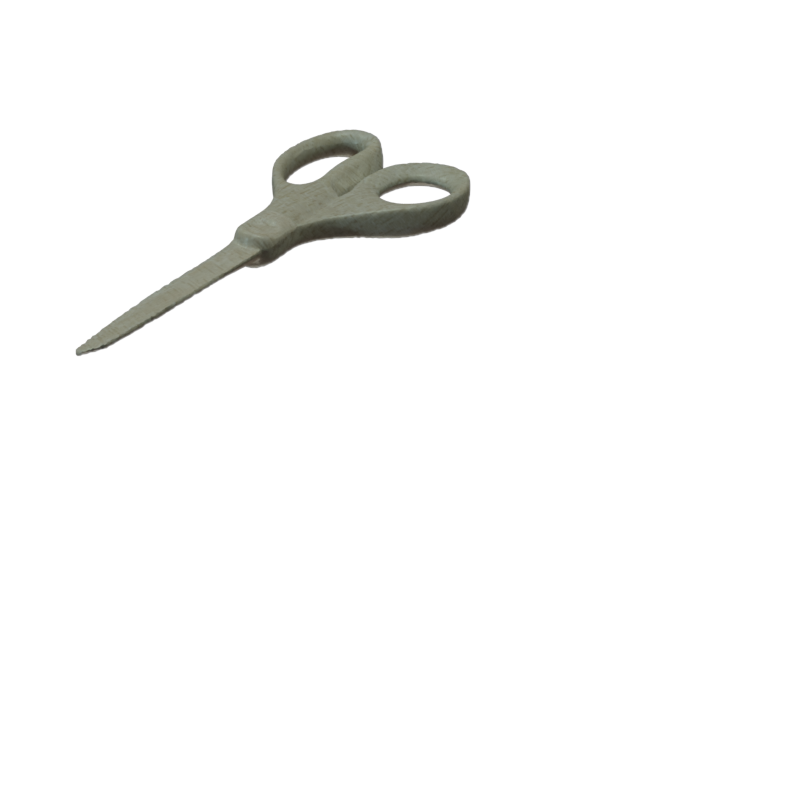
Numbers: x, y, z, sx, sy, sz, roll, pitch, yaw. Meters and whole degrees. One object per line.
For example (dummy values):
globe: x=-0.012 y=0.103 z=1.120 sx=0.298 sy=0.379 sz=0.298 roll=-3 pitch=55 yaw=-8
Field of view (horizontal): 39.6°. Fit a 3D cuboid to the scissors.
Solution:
scissors: x=-0.034 y=-0.062 z=0.435 sx=0.099 sy=0.015 sz=0.209 roll=9 pitch=35 yaw=14
